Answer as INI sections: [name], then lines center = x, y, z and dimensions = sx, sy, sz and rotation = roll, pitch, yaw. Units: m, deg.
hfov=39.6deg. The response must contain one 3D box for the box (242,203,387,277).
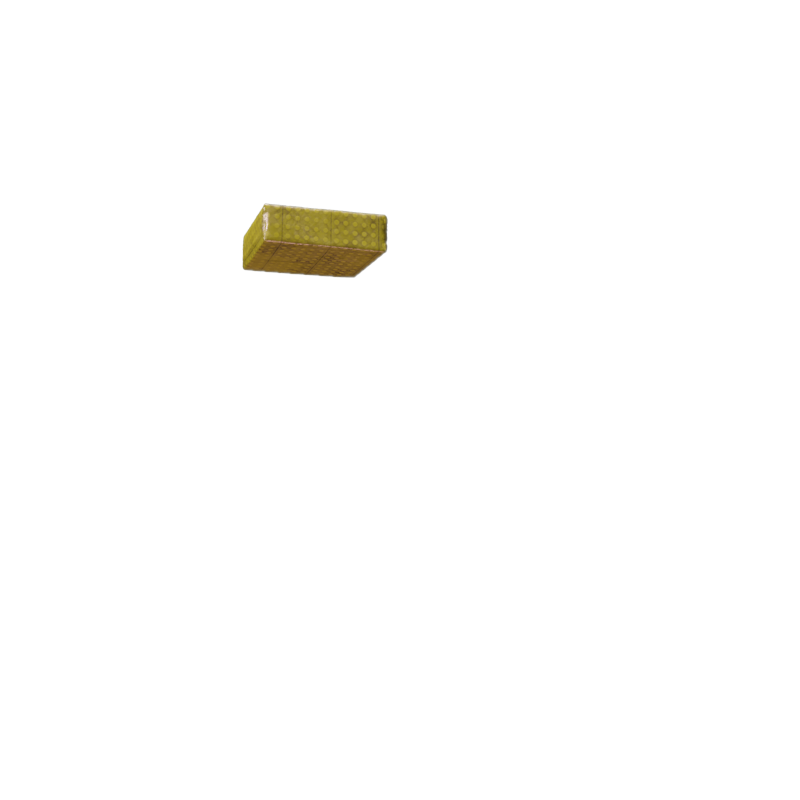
[box]
center = -0.061, -0.112, 0.783
dimensions = 0.087, 0.031, 0.072
rotation = 3, -11, -16
